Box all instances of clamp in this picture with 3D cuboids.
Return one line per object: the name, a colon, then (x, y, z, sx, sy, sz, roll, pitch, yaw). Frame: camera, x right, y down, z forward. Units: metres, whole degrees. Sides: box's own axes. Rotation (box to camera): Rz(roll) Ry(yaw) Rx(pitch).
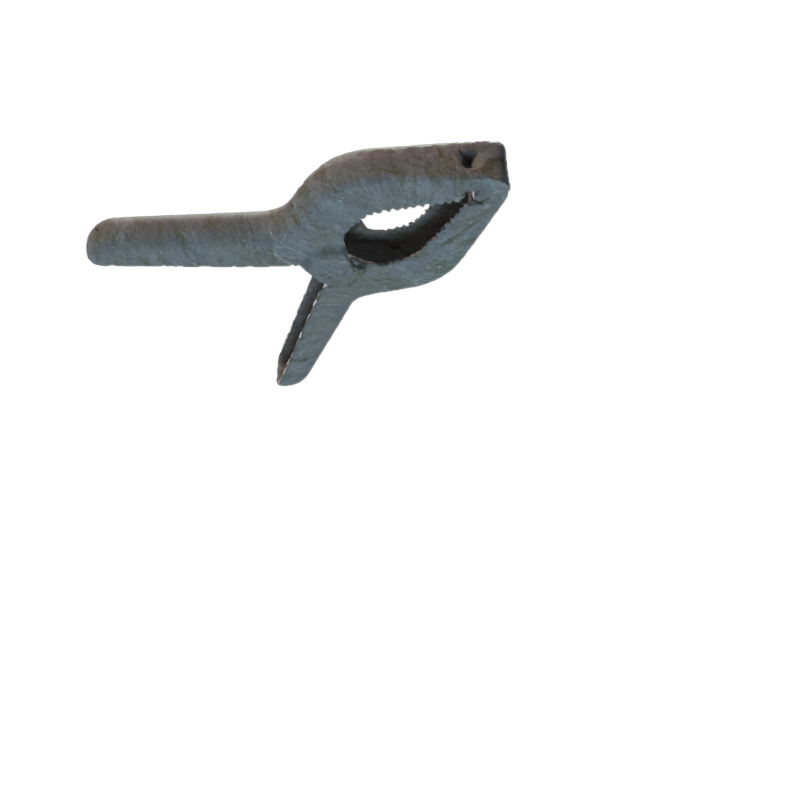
clamp: (-0.044, -0.080, 0.562, 0.210, 0.039, 0.154, -27, -41, 35)
